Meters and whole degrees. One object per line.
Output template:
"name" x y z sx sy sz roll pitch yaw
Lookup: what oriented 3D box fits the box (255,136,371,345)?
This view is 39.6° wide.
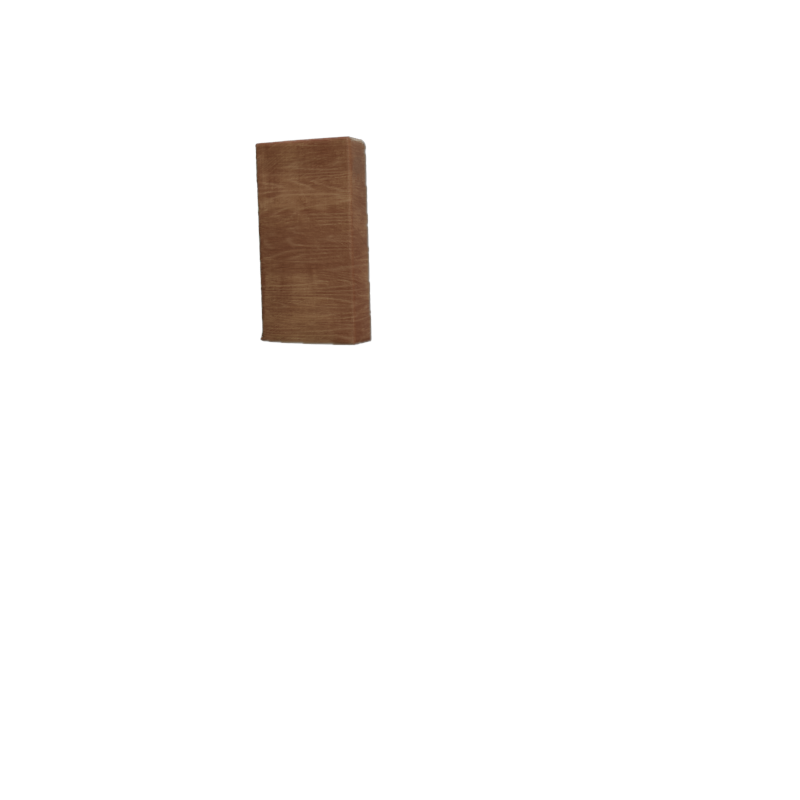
"box" -0.075 -0.138 0.964 0.096 0.177 0.046 0 -1 25
